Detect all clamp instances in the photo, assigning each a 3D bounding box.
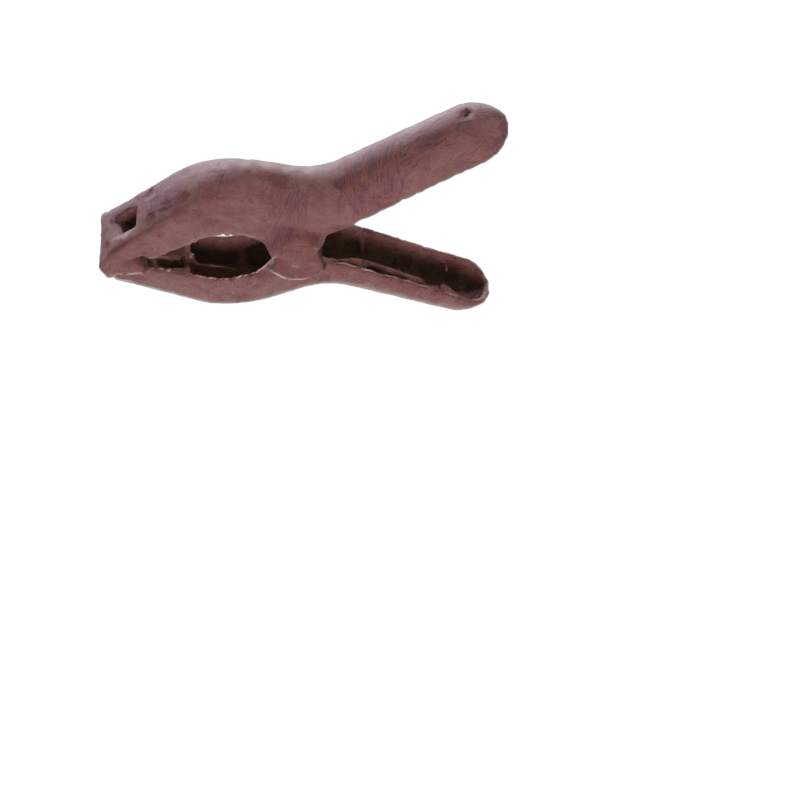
[{"bbox_3d":[-0.037,-0.067,0.468,0.173,0.042,0.111,-7,-39,8],"label":"clamp"}]
